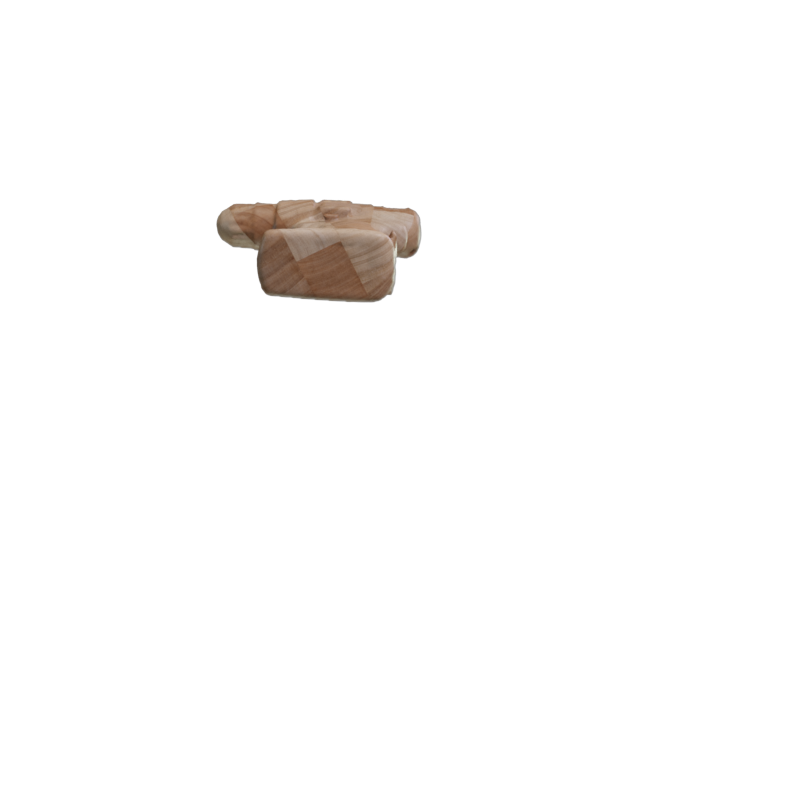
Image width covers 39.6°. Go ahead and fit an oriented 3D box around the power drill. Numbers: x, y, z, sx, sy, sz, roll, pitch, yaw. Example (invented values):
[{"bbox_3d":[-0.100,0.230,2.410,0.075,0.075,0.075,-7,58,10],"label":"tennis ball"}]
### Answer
[{"bbox_3d":[-0.073,-0.133,0.930,0.185,0.055,0.194,1,19,2],"label":"power drill"}]
